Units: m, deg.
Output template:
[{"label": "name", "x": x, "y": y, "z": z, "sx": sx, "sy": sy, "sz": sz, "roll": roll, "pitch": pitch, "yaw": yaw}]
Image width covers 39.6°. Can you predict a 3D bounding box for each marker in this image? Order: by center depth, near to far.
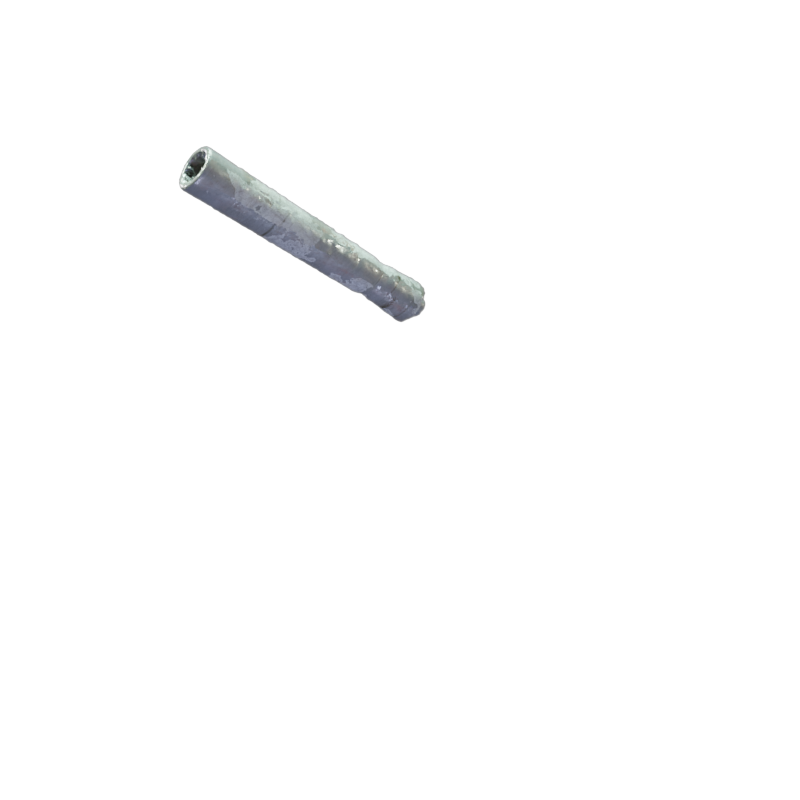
[{"label": "marker", "x": -0.035, "y": -0.063, "z": 0.441, "sx": 0.114, "sy": 0.020, "sz": 0.020, "roll": 29, "pitch": -14, "yaw": -32}]
